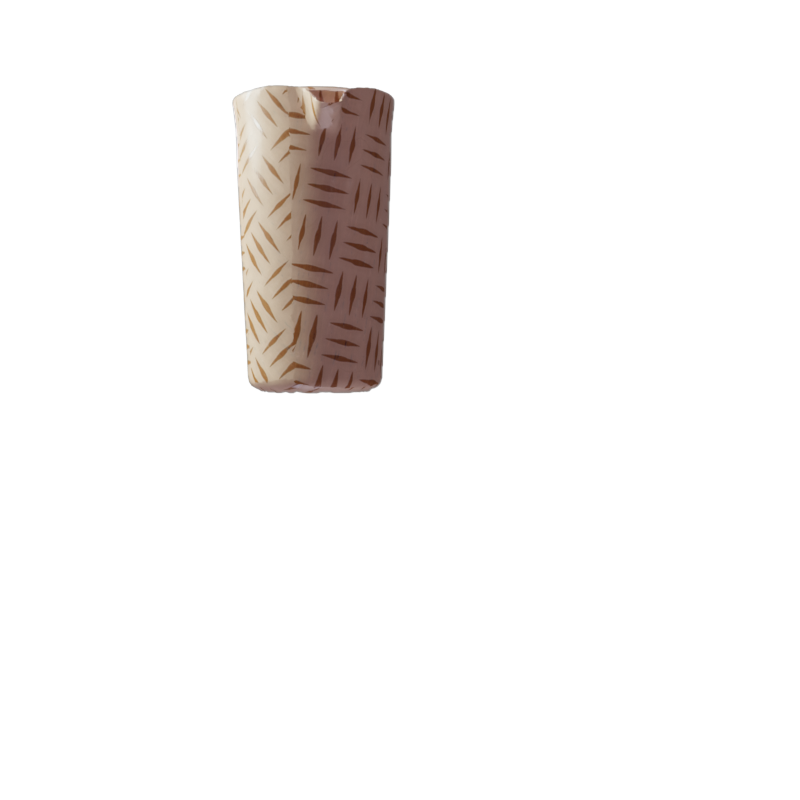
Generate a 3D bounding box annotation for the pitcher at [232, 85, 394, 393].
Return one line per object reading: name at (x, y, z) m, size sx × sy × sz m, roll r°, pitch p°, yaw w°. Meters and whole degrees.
pitcher at (-0.071, -0.130, 0.910) m, size 0.150 × 0.246 × 0.143 m, roll -3°, pitch -4°, yaw 33°
